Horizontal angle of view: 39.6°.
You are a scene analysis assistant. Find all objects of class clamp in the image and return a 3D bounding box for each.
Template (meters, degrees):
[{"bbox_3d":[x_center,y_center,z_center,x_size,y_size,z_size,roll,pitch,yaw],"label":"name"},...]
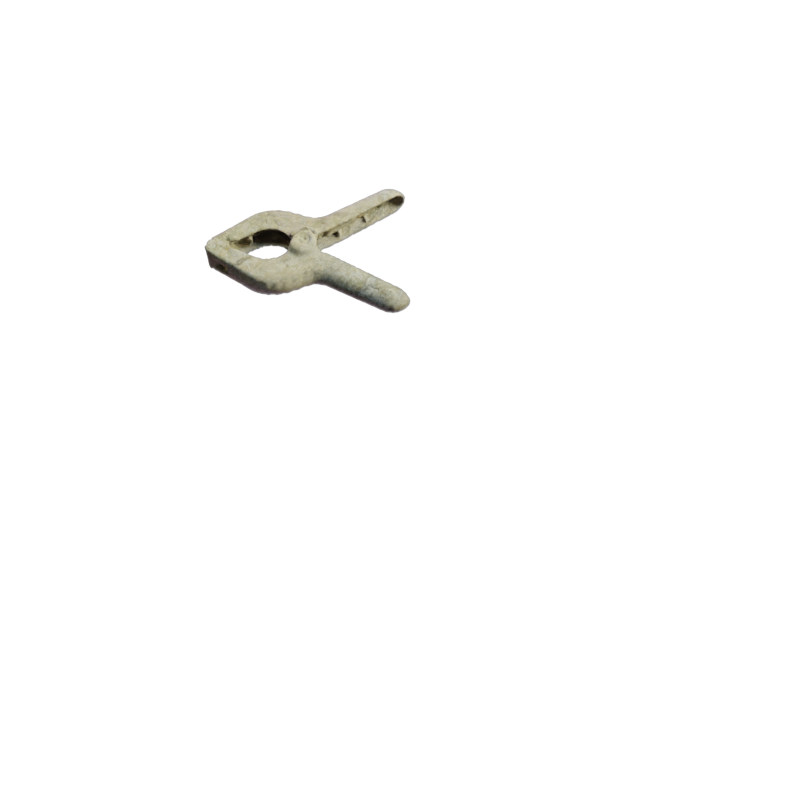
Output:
[{"bbox_3d":[-0.072,-0.131,0.917,0.173,0.128,0.036,7,-40,5],"label":"clamp"}]
